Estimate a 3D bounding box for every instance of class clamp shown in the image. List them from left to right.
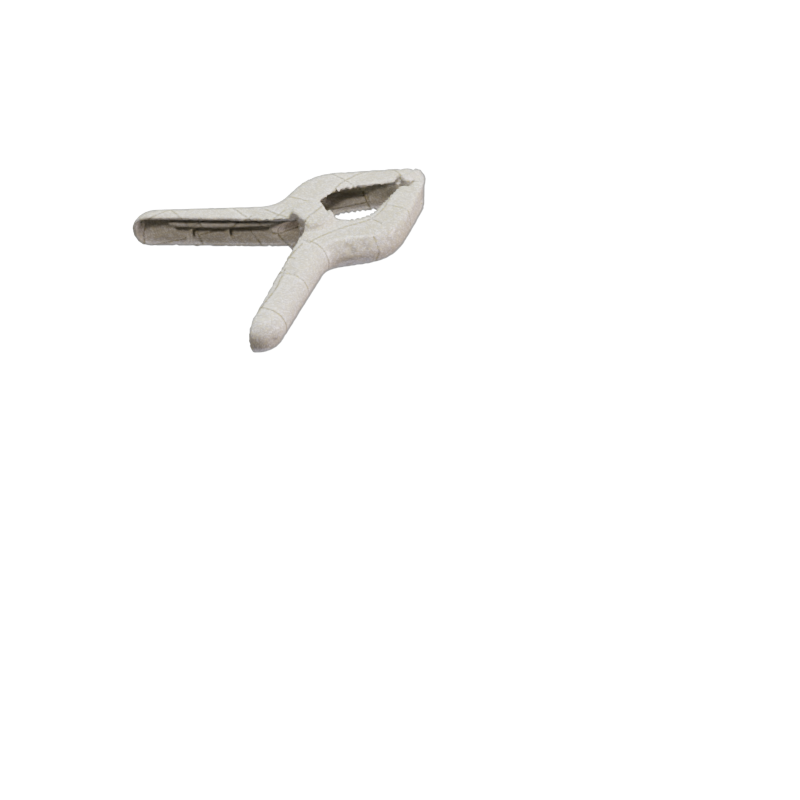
[{"bbox_3d":[-0.061,-0.110,0.774,0.208,0.034,0.178,-21,45,-23],"label":"clamp"}]
